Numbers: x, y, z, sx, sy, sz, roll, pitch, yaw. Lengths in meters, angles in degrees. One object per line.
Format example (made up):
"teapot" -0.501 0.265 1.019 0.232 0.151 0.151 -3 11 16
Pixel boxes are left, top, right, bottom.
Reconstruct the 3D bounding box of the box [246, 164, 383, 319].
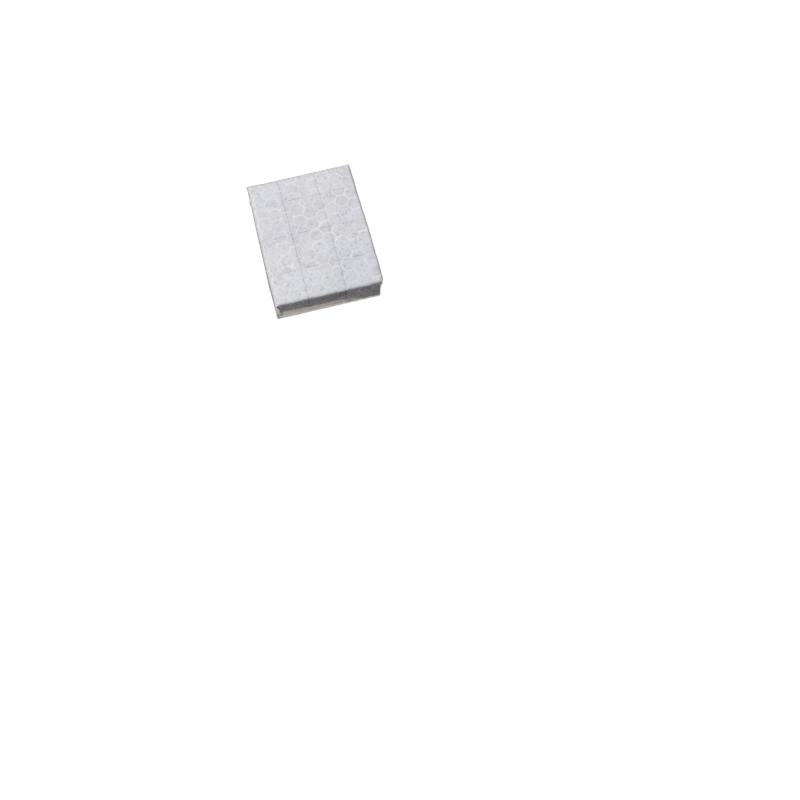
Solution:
"box" -0.072 -0.131 0.920 0.089 0.120 0.037 -14 -23 -7
